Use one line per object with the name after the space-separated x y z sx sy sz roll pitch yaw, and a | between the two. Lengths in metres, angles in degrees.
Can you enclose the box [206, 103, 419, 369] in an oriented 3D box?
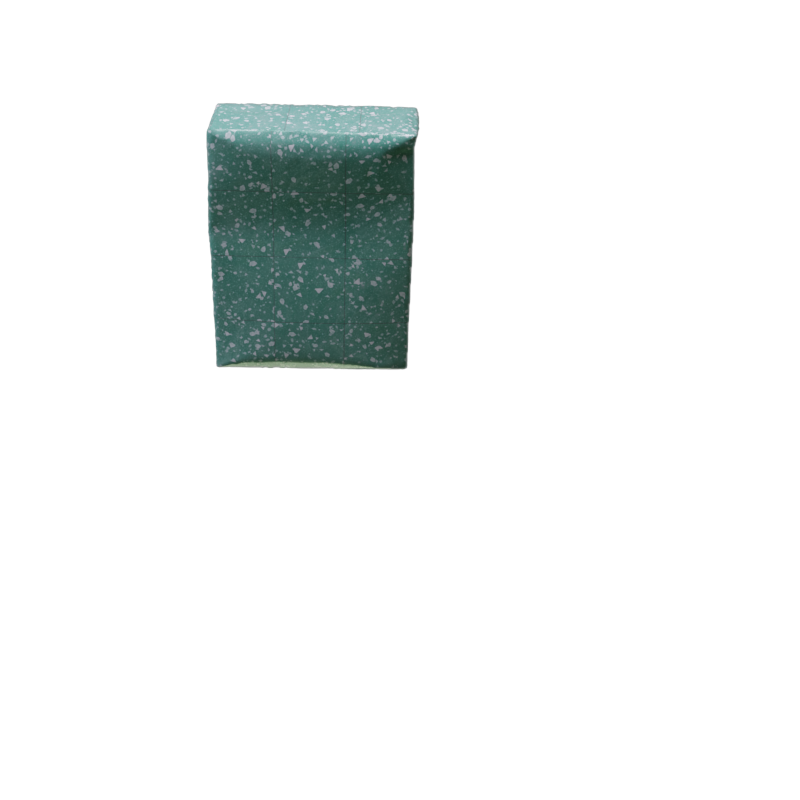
-0.071 -0.129 0.904 0.165 0.202 0.076 2 28 2 | box
